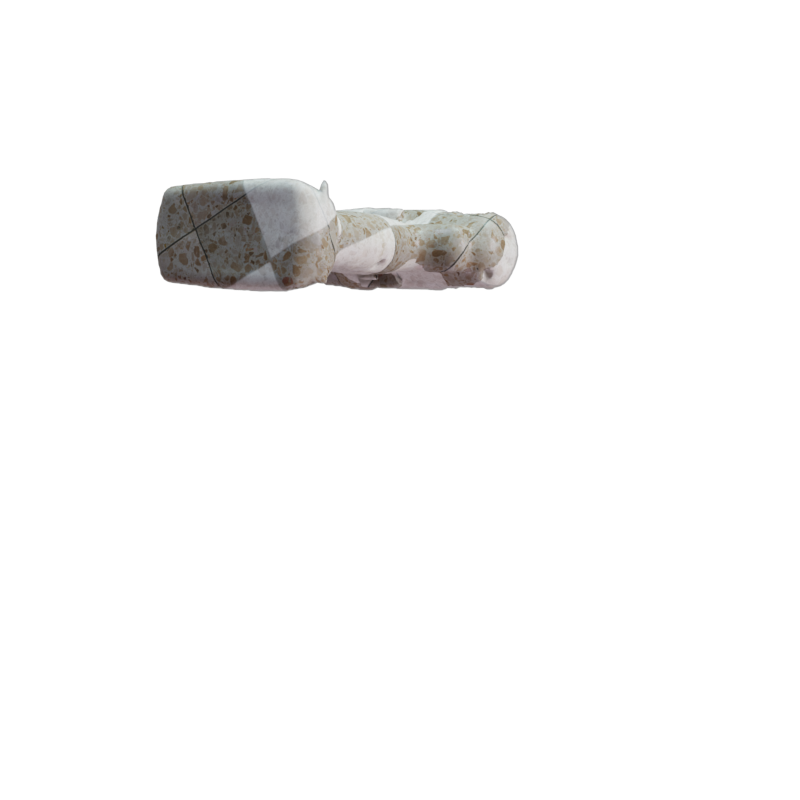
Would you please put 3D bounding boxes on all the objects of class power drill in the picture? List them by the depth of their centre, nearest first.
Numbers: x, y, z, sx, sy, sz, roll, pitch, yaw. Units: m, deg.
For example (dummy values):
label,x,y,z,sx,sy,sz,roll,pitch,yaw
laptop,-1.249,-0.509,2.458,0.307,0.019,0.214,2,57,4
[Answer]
label,x,y,z,sx,sy,sz,roll,pitch,yaw
power drill,-0.050,-0.092,0.644,0.192,0.057,0.181,4,6,35
